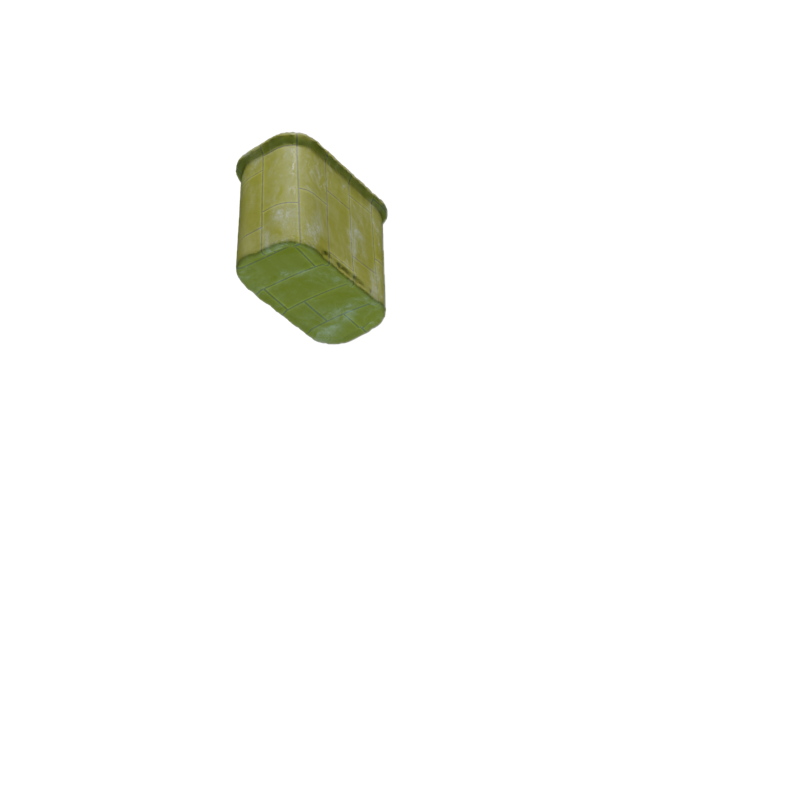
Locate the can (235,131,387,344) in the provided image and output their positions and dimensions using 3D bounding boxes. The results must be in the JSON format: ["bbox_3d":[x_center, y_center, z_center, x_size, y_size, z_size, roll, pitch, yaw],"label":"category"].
[{"bbox_3d":[-0.051,-0.093,0.654,0.058,0.090,0.095,-26,-44,28],"label":"can"}]
